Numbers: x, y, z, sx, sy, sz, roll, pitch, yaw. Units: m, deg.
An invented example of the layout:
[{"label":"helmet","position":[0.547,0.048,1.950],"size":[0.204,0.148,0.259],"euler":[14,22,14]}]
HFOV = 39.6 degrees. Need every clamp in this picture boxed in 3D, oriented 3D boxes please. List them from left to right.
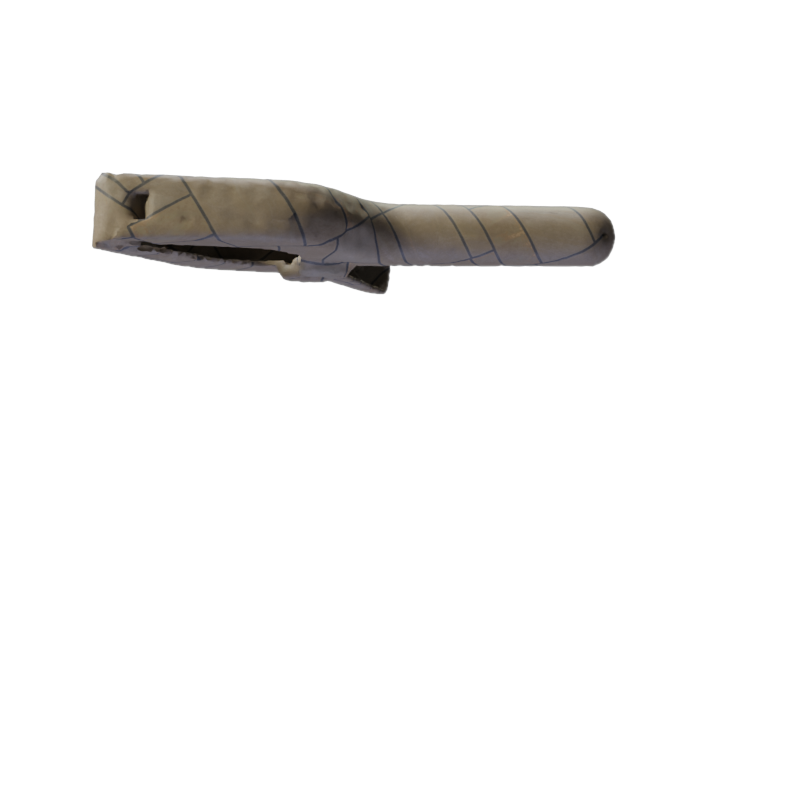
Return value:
[{"label":"clamp","position":[-0.038,-0.070,0.487],"size":[0.202,0.037,0.168],"euler":[1,-2,-30]}]
